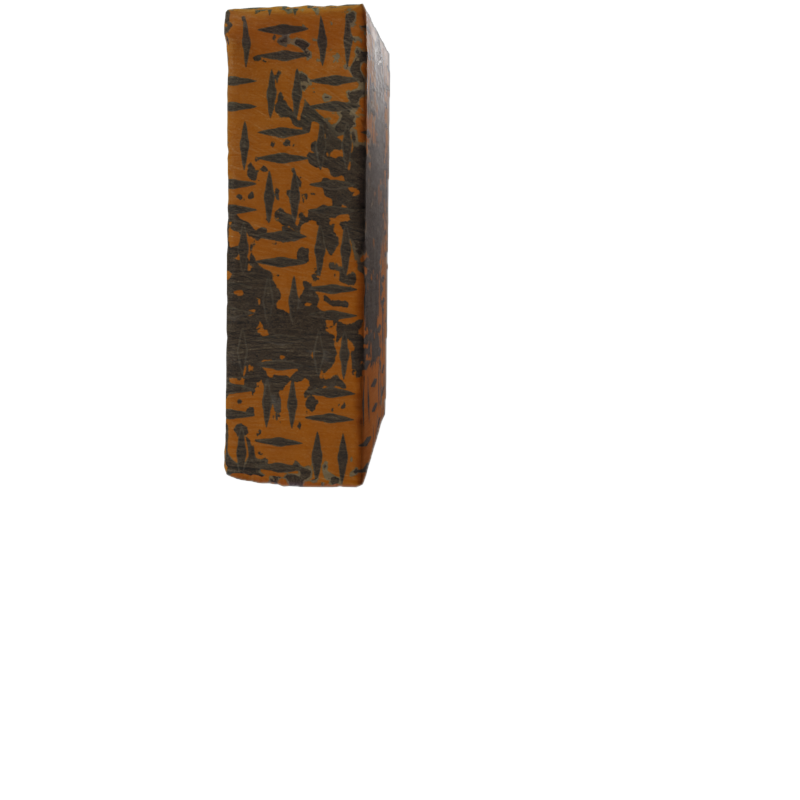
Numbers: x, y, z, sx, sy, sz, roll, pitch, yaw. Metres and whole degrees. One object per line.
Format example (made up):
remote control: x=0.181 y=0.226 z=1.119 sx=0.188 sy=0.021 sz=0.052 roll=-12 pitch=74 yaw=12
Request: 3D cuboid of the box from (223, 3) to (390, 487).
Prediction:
box: x=-0.044 y=-0.081 z=0.564 sx=0.072 sy=0.212 sz=0.165 roll=0 pitch=5 yaw=4
